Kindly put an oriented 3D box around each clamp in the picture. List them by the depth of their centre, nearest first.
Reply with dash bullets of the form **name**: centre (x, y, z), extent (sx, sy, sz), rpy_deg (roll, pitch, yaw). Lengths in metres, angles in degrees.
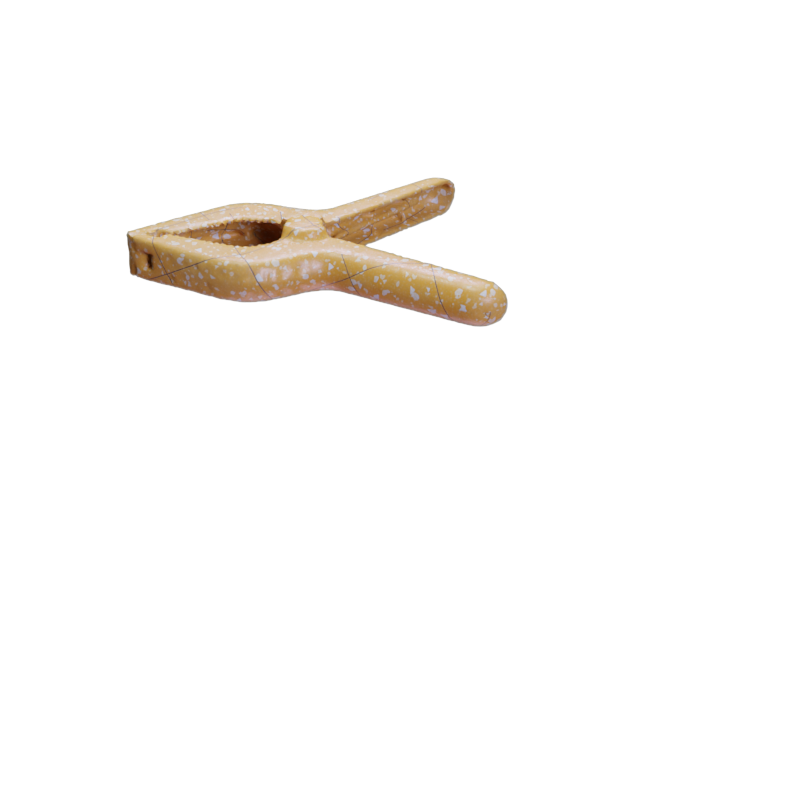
- **clamp**: centre (-0.051, -0.093, 0.648), extent (0.210, 0.034, 0.174), rpy_deg (1, 30, 1)
